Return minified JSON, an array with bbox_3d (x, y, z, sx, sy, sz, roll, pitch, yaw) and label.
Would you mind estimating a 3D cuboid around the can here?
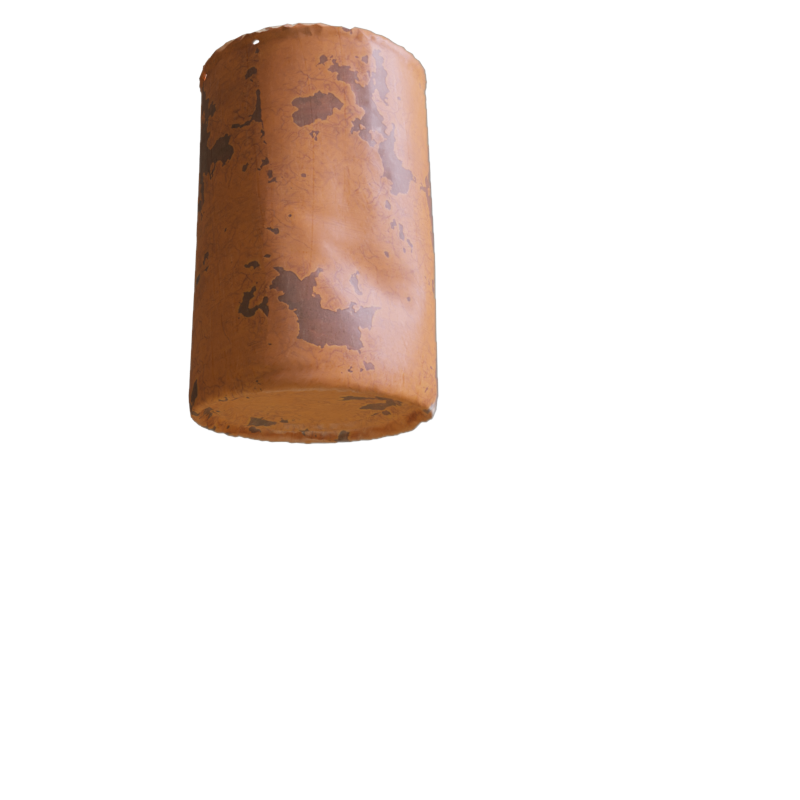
[{"bbox_3d":[-0.025,-0.045,0.313,0.068,0.107,0.066,0,-19,-2],"label":"can"}]
